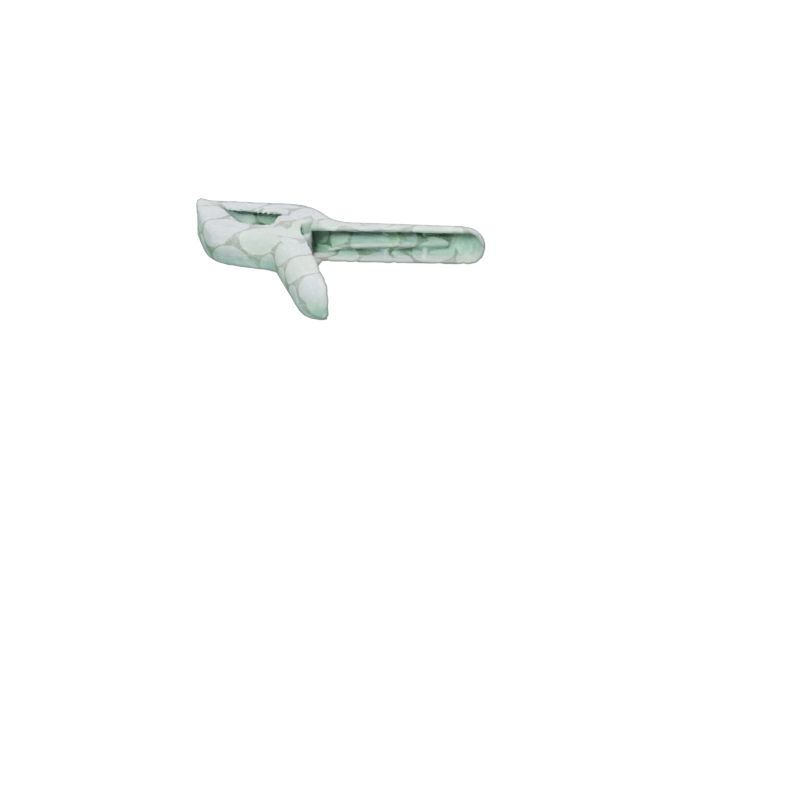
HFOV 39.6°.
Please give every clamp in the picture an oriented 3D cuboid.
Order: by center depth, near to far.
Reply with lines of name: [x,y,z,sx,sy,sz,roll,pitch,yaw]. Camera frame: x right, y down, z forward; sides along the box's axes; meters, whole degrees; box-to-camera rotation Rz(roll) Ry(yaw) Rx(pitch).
clamp: [-0.059,-0.108,0.760,0.161,0.035,0.223,-19,29,-37]
